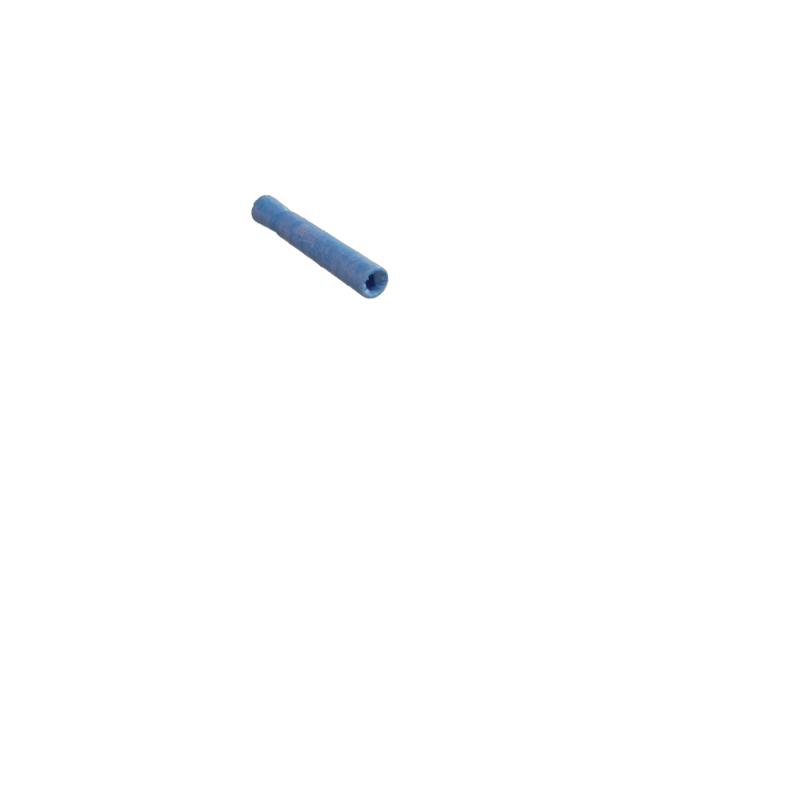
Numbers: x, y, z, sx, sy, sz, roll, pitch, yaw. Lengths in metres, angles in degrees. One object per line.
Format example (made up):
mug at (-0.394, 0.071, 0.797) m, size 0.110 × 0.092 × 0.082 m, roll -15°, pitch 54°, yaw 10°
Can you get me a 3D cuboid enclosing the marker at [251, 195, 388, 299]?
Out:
marker at (-0.050, -0.091, 0.636) m, size 0.019 × 0.019 × 0.130 m, roll -3°, pitch 28°, yaw -38°
